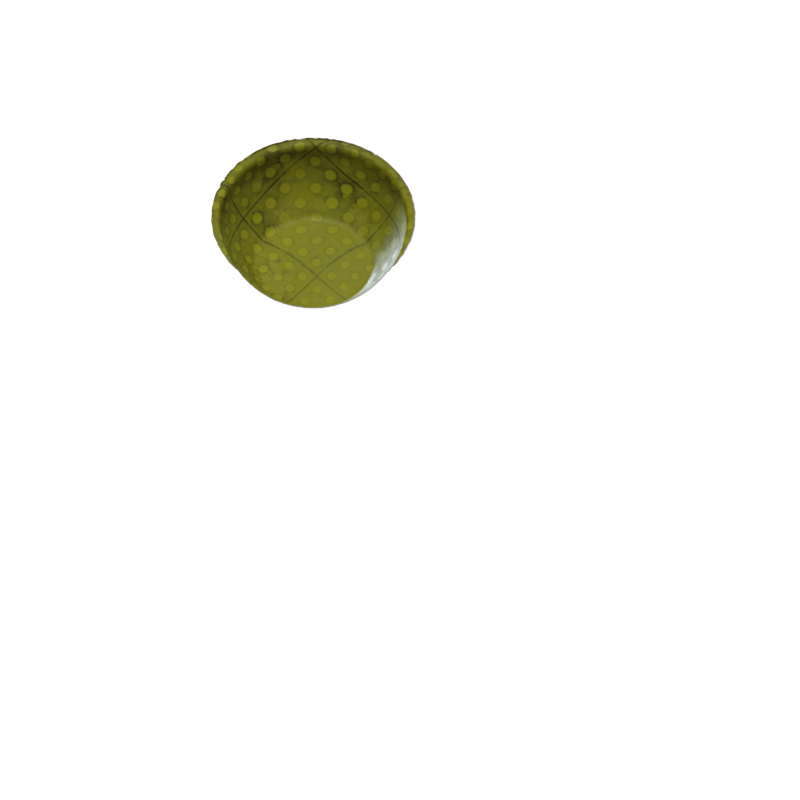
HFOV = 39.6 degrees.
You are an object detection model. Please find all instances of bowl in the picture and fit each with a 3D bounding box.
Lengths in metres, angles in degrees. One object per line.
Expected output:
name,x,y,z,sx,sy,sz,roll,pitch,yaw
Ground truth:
bowl,-0.067,-0.122,0.858,0.162,0.151,0.059,1,44,-1
